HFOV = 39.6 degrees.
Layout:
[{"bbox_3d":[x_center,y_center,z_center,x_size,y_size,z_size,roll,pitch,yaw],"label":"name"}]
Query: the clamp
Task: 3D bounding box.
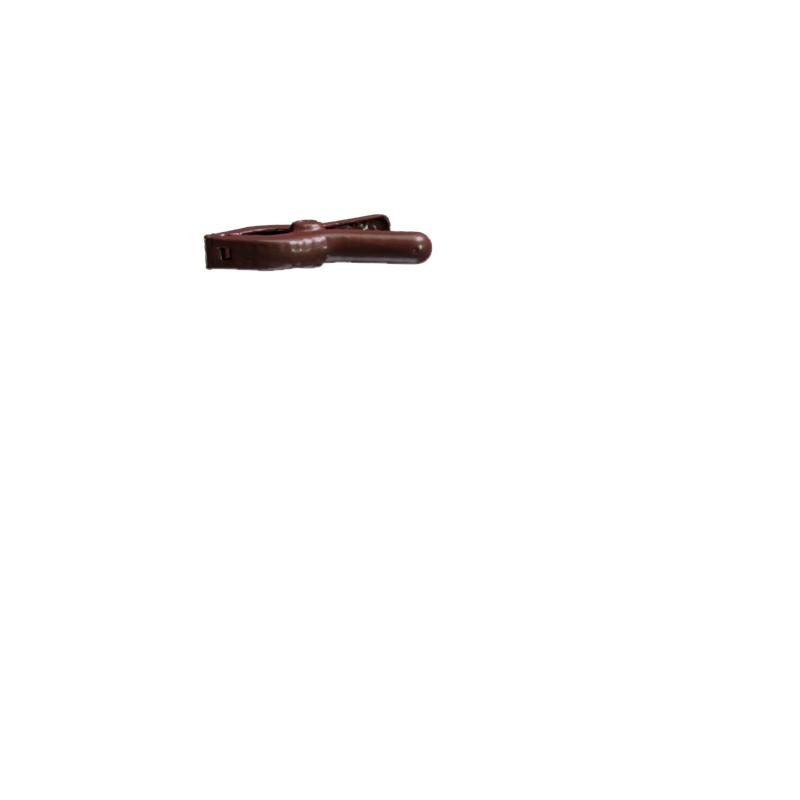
[{"bbox_3d":[-0.069,-0.125,0.877,0.170,0.038,0.123,-1,11,-6],"label":"clamp"}]
